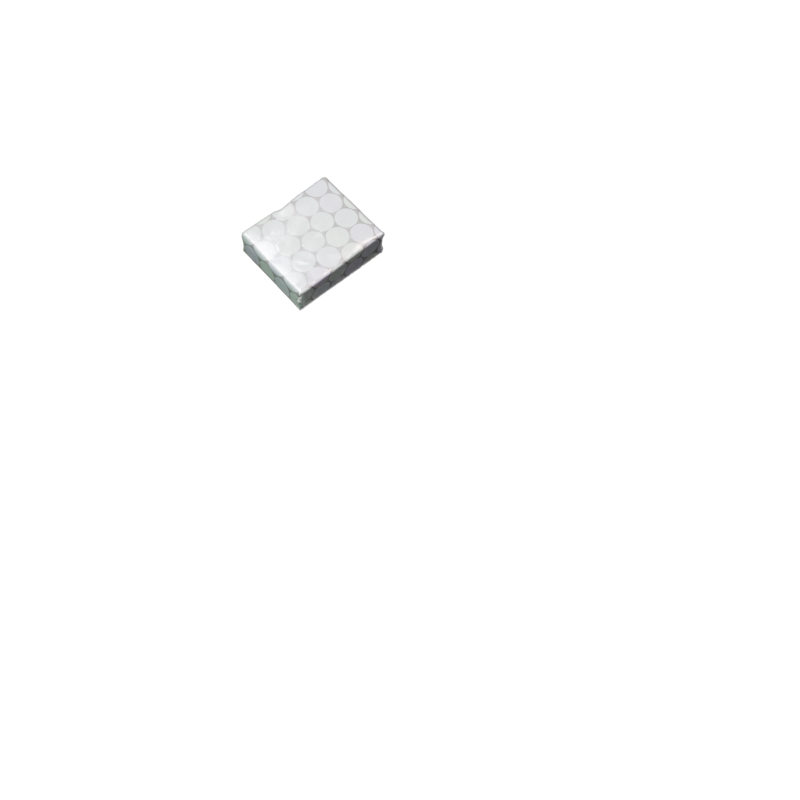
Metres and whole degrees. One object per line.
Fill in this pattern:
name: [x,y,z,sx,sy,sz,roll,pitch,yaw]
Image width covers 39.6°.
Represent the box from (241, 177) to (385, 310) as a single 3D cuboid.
box: [-0.068,-0.125,0.874,0.090,0.077,0.028,-37,-23,-19]
